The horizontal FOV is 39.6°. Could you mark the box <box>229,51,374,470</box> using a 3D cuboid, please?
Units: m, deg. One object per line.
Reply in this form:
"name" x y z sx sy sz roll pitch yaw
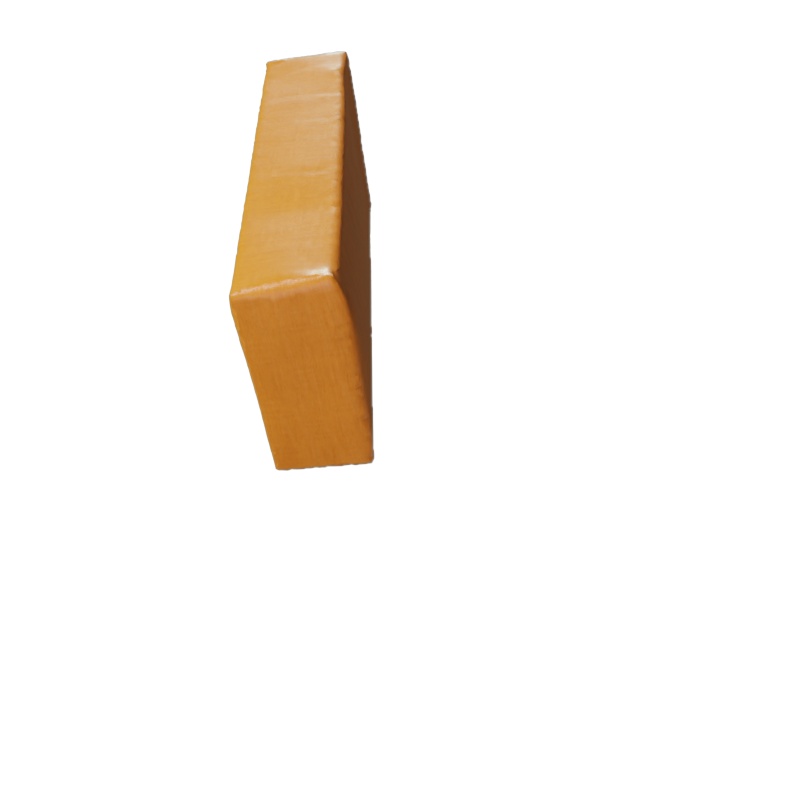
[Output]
"box" -0.037 -0.068 0.475 0.048 0.087 0.189 -8 40 2
